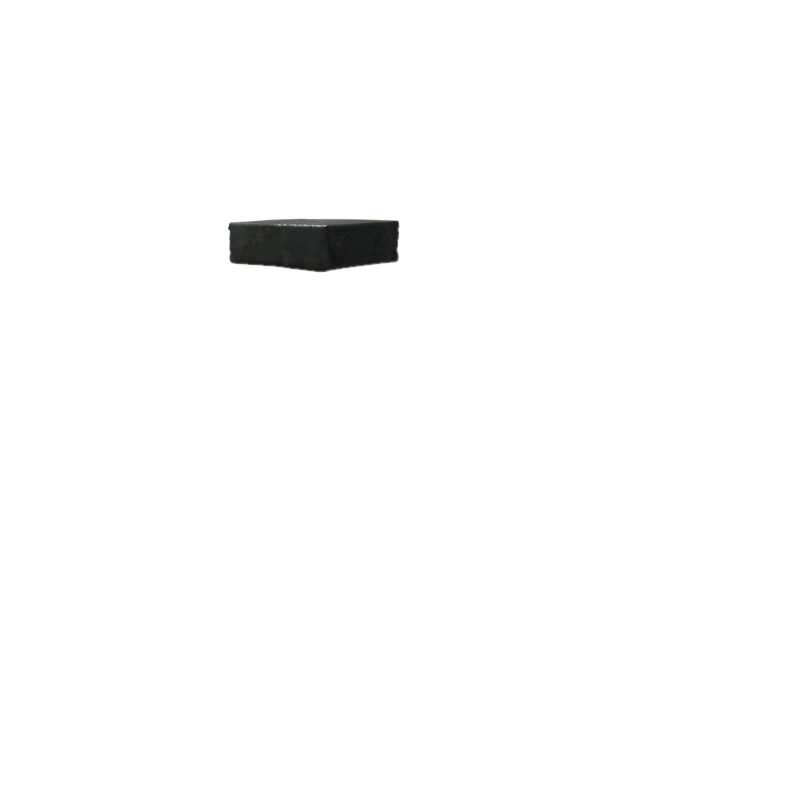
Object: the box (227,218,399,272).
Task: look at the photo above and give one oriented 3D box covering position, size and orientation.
[{"bbox_3d":[-0.071,-0.130,0.908,0.119,0.038,0.087,11,16,39],"label":"box"}]
